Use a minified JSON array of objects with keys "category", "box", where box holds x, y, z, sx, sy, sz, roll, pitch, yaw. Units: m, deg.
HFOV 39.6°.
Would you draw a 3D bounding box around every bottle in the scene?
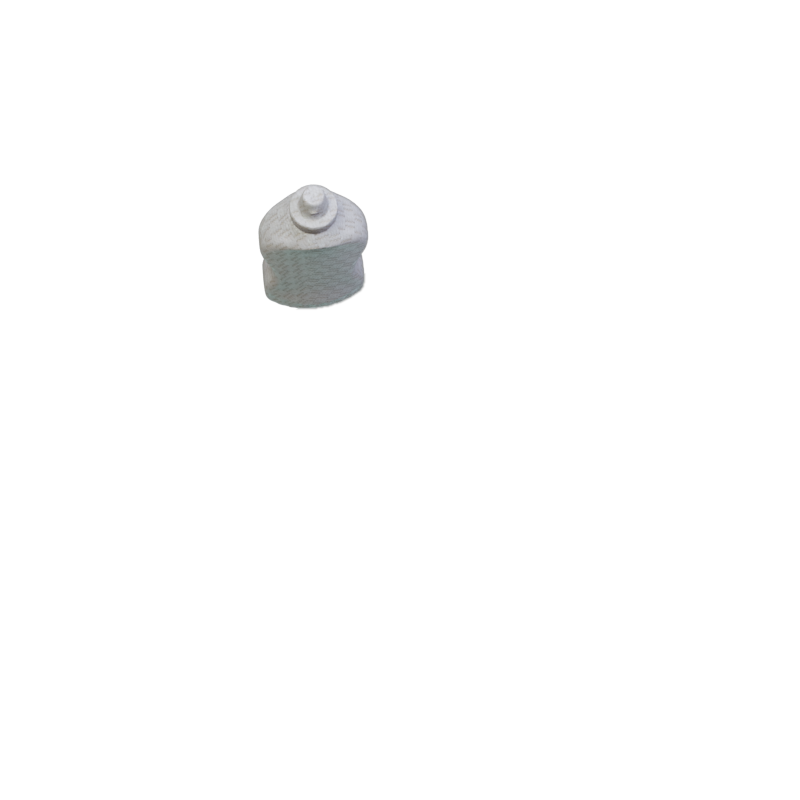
[{"category":"bottle","box":[-0.077,-0.140,0.987,0.096,0.061,0.183,-3,-17,-5]}]
